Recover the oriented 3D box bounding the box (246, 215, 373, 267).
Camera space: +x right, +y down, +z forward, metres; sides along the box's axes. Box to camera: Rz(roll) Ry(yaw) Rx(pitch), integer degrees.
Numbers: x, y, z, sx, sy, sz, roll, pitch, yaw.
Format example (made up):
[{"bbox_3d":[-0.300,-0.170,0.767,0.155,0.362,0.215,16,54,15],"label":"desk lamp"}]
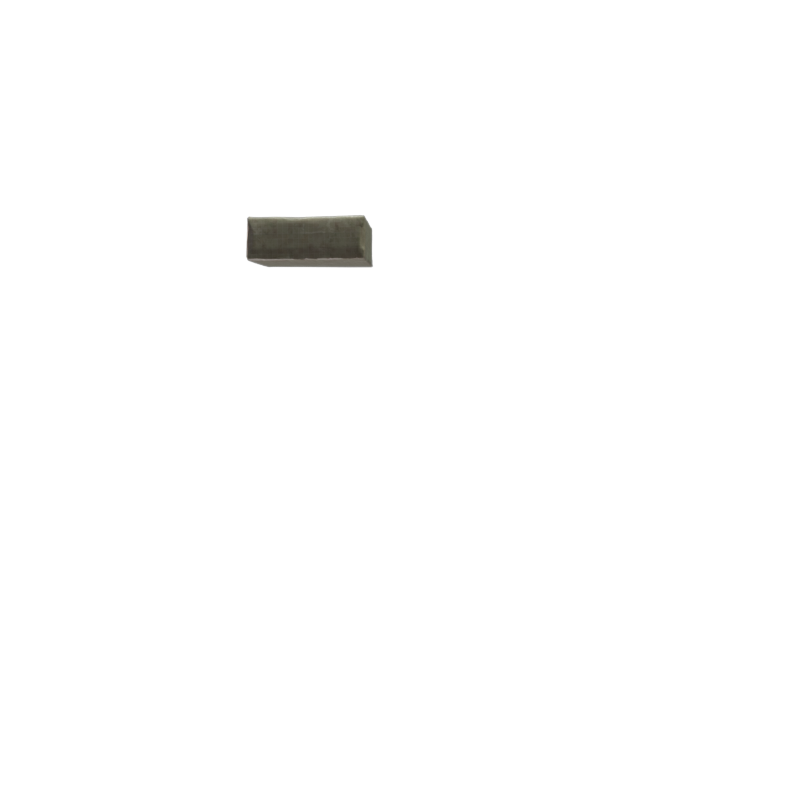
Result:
[{"bbox_3d":[-0.056,-0.102,0.715,0.074,0.030,0.089,0,3,4],"label":"box"}]
